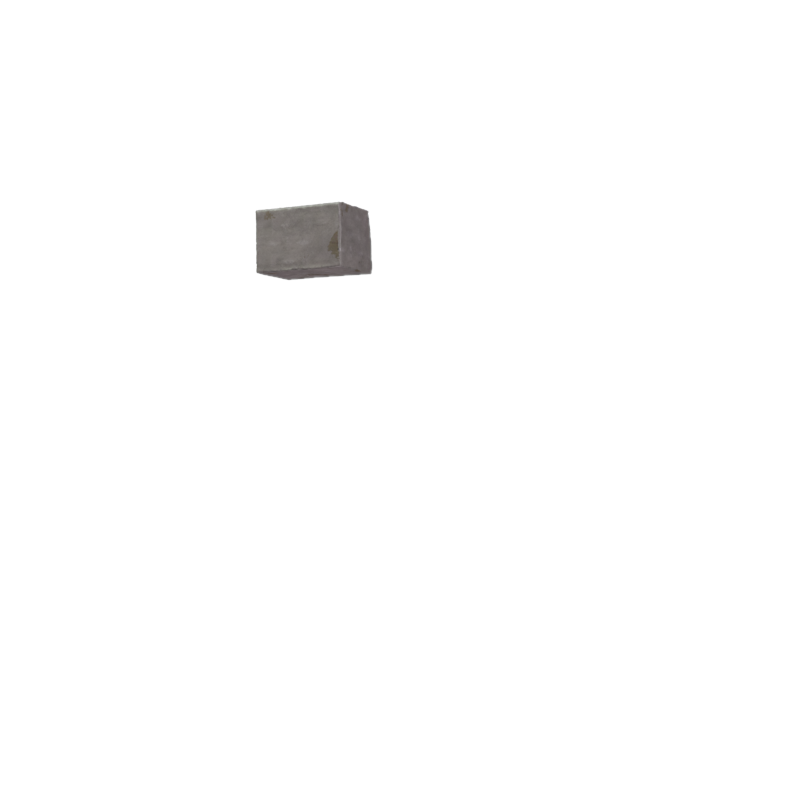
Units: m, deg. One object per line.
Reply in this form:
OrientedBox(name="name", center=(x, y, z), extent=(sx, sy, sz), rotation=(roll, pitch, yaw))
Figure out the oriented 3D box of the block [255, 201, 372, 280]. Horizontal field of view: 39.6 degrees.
OrientedBox(name="block", center=(-0.068, -0.124, 0.868), extent=(0.080, 0.052, 0.050), rotation=(-2, -5, 26))
